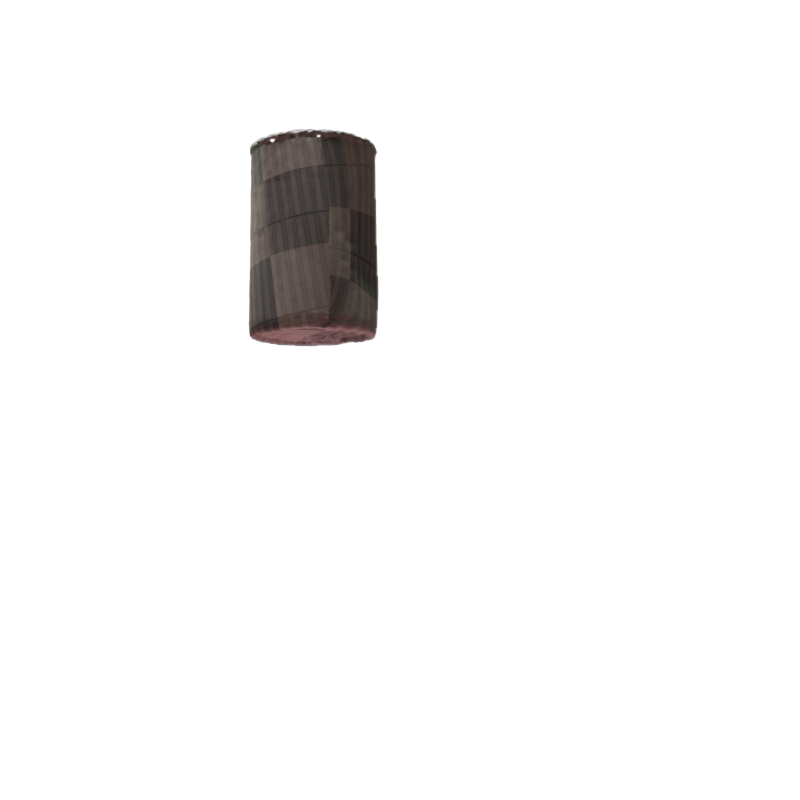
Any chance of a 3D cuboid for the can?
[{"bbox_3d":[-0.046,-0.083,0.583,0.068,0.105,0.067,0,-10,-2],"label":"can"}]
